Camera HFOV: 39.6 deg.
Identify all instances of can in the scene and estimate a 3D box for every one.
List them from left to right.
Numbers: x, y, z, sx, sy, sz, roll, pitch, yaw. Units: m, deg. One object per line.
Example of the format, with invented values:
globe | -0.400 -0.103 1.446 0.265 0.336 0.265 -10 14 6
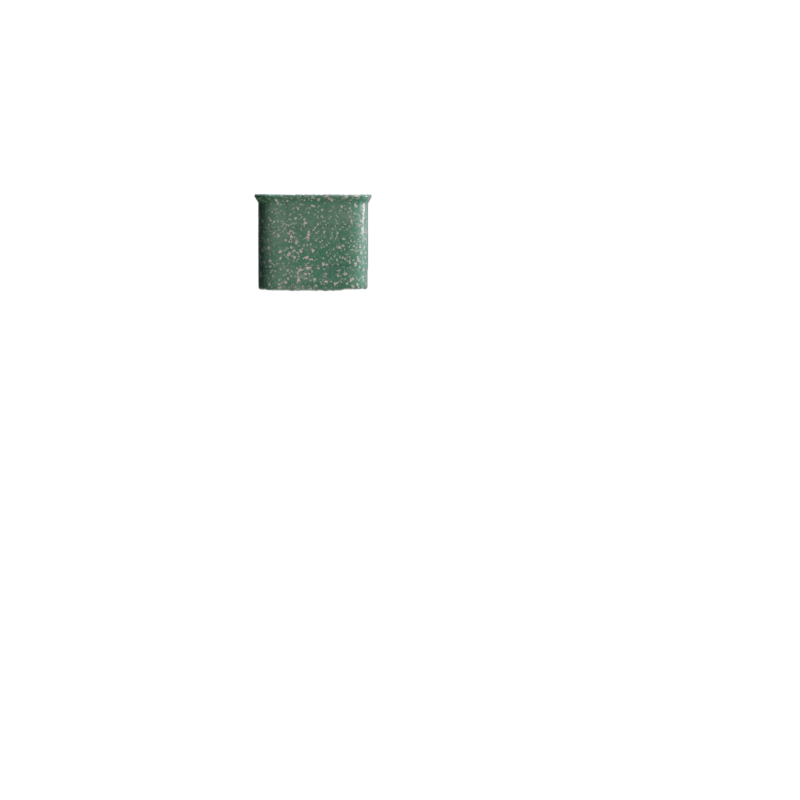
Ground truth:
can | -0.076 -0.140 0.977 0.102 0.083 0.058 1 4 4
